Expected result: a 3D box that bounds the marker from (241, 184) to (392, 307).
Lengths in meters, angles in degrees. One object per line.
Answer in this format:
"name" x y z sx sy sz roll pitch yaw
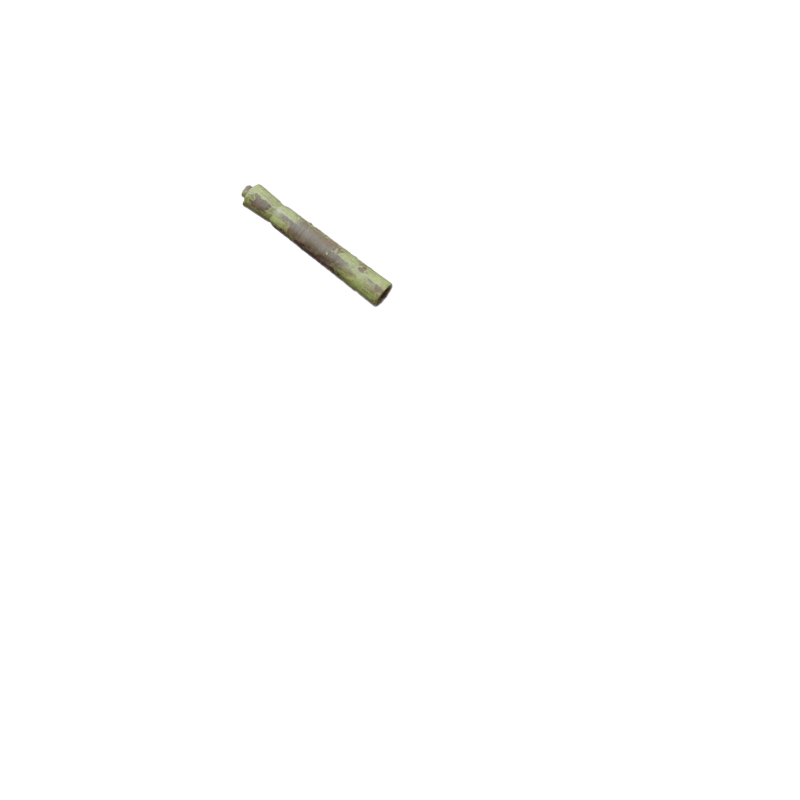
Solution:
"marker" -0.058 -0.105 0.736 0.126 0.019 0.019 39 14 16
